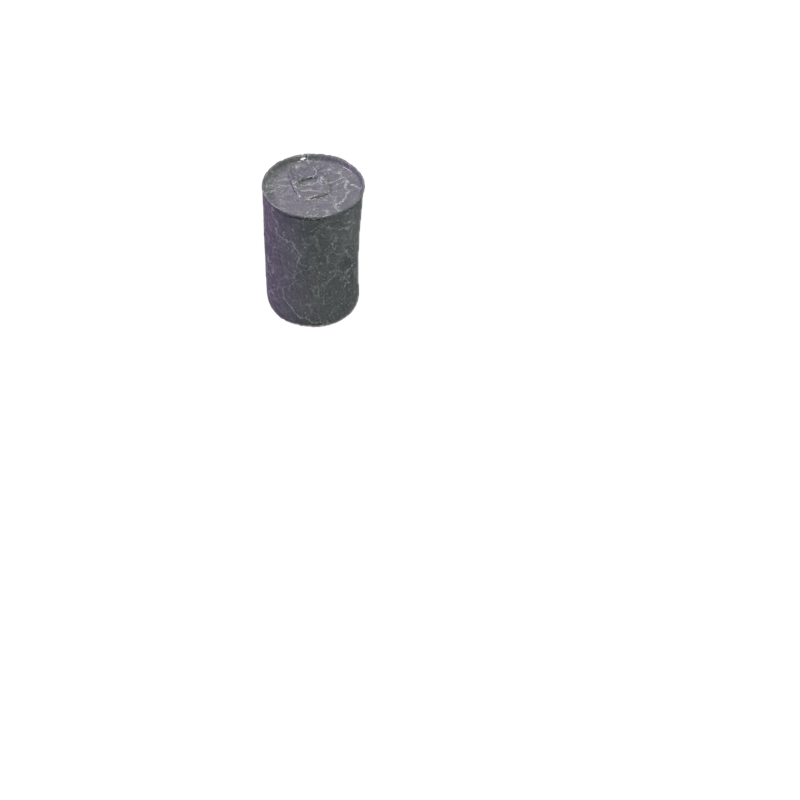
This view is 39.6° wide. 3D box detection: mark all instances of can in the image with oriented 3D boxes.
[{"bbox_3d":[-0.060,-0.109,0.760,0.068,0.074,0.095,0,-45,-3],"label":"can"}]
